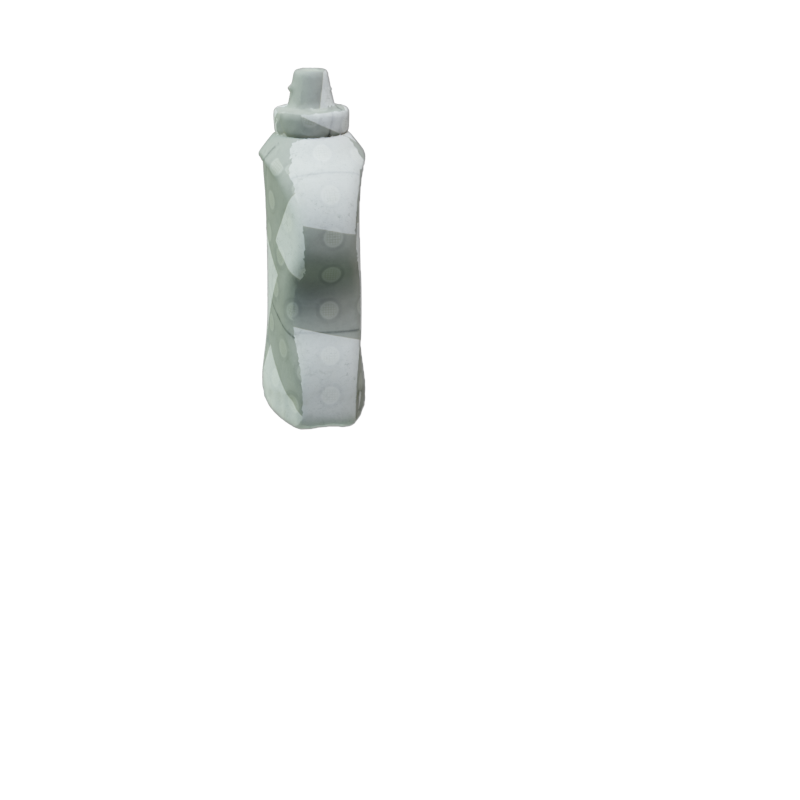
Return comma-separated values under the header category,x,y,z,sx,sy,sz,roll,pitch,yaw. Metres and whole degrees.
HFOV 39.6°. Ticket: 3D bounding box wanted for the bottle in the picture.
category,x,y,z,sx,sy,sz,roll,pitch,yaw
bottle,-0.049,-0.088,0.618,0.058,0.184,0.101,-2,19,-10
